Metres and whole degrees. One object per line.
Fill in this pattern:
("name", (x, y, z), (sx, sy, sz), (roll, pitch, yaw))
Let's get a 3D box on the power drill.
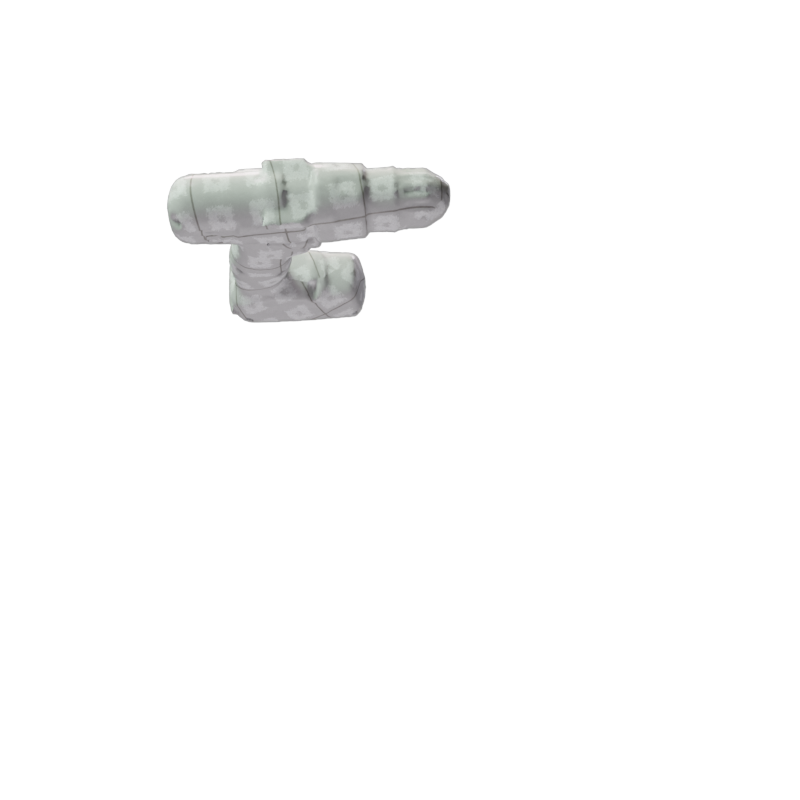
("power drill", (-0.062, -0.113, 0.788), (0.185, 0.060, 0.179), (0, -18, 0))
